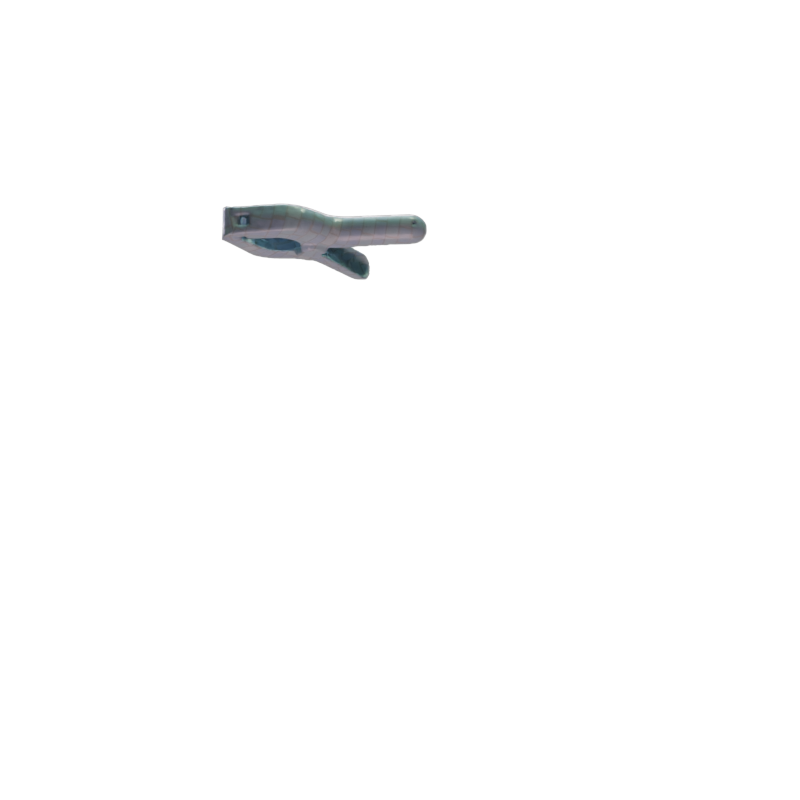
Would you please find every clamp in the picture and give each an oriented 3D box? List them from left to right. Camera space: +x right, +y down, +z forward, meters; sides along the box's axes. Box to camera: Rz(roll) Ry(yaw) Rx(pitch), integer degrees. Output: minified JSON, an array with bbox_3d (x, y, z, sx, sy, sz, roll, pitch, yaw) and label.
[{"bbox_3d":[-0.076,-0.138,0.966,0.167,0.041,0.116,6,-23,-16],"label":"clamp"}]
